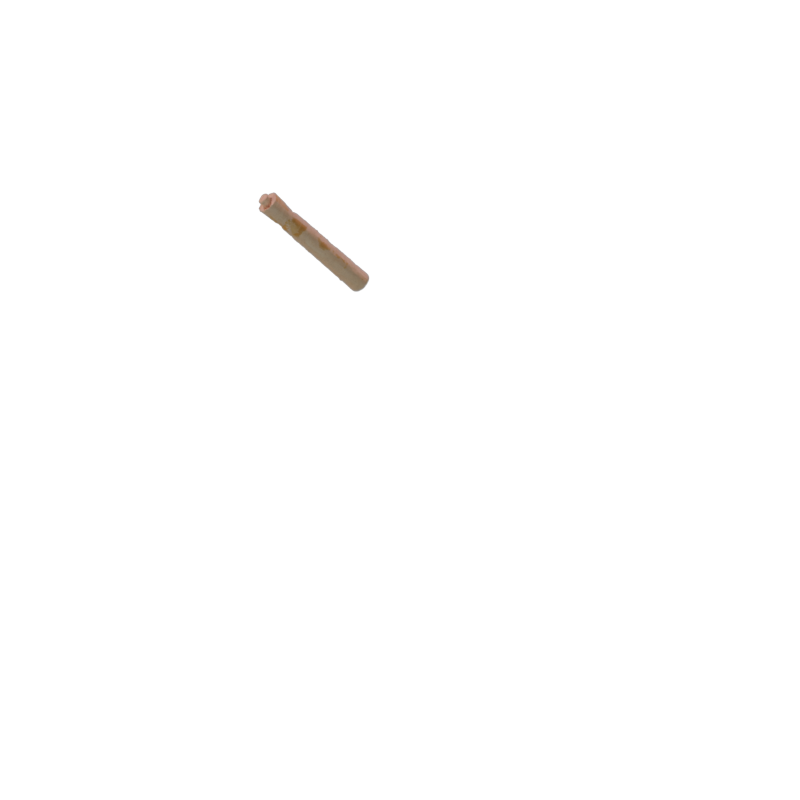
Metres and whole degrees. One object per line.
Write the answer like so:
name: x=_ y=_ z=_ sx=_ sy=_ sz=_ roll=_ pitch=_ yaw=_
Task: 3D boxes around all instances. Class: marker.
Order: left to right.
marker: x=-0.071 y=-0.129 z=0.902 sx=0.113 sy=0.020 sz=0.020 roll=39 pitch=-20 yaw=-31
